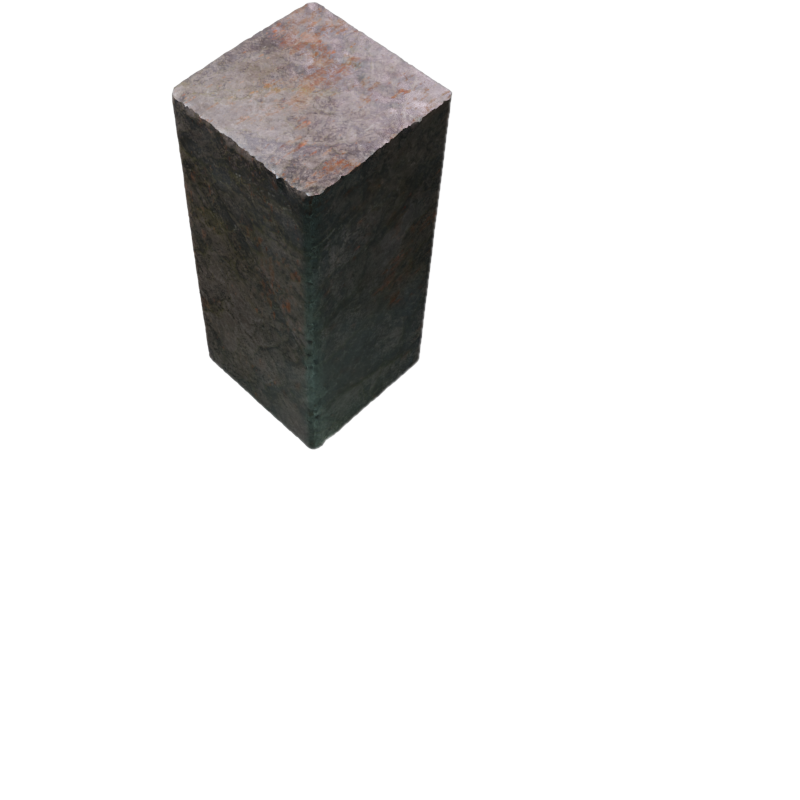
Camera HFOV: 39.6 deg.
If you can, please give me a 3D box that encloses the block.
[{"bbox_3d":[-0.044,-0.079,0.554,0.091,0.096,0.193,-39,-24,-26],"label":"block"}]
